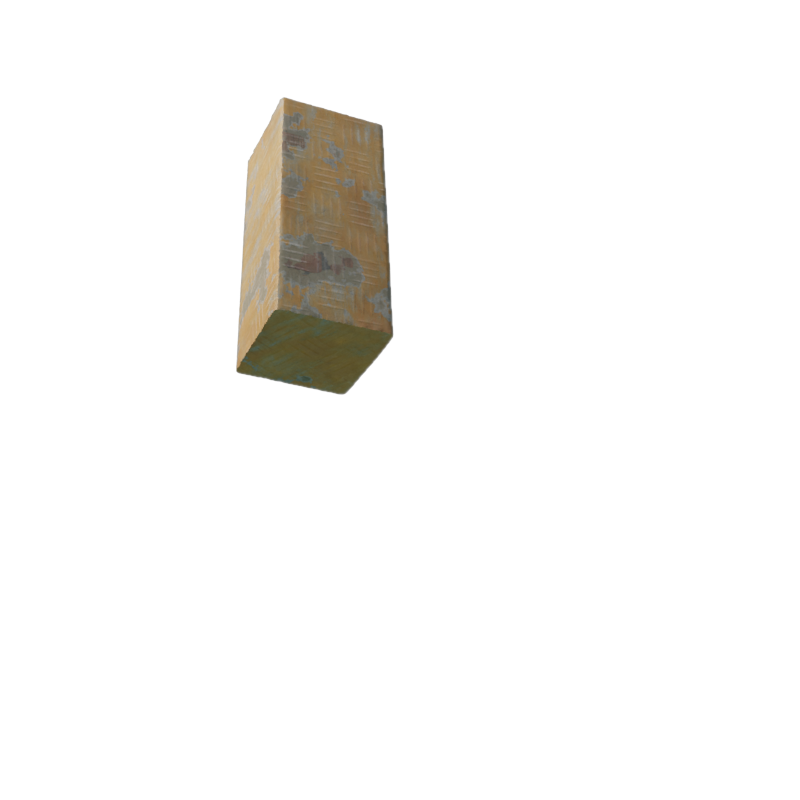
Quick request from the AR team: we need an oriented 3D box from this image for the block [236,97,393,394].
[{"bbox_3d":[-0.067,-0.121,0.854,0.088,0.221,0.087,13,-38,-20],"label":"block"}]
